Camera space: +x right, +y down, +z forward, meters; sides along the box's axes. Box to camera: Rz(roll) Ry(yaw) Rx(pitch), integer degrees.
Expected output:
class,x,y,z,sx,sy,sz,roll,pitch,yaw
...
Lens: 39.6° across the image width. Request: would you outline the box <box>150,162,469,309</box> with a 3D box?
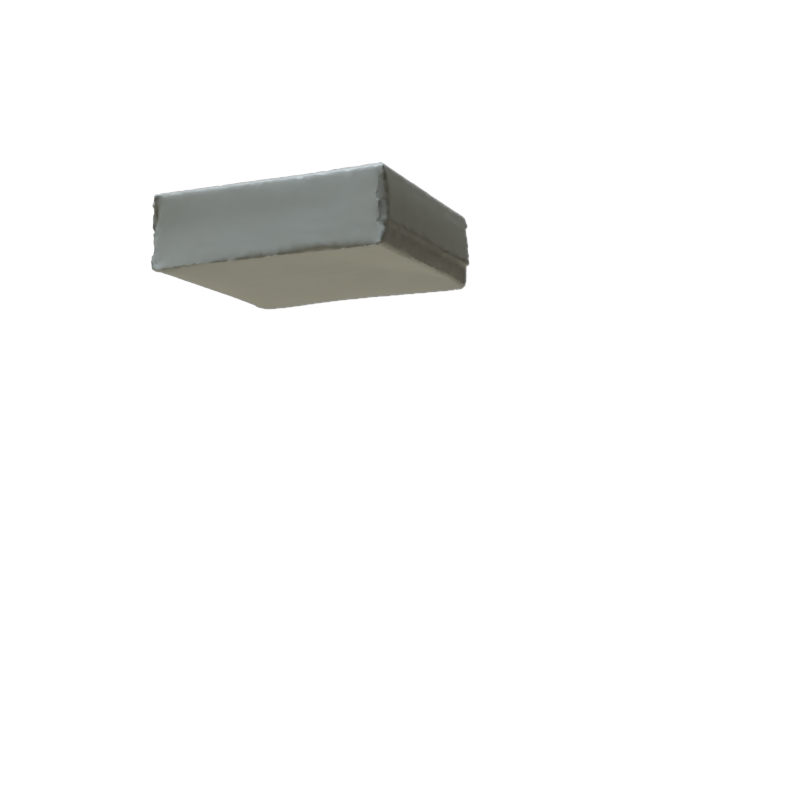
class,x,y,z,sx,sy,sz,roll,pitch,yaw
box,-0.038,-0.069,0.486,0.116,0.040,0.085,-4,-10,26
